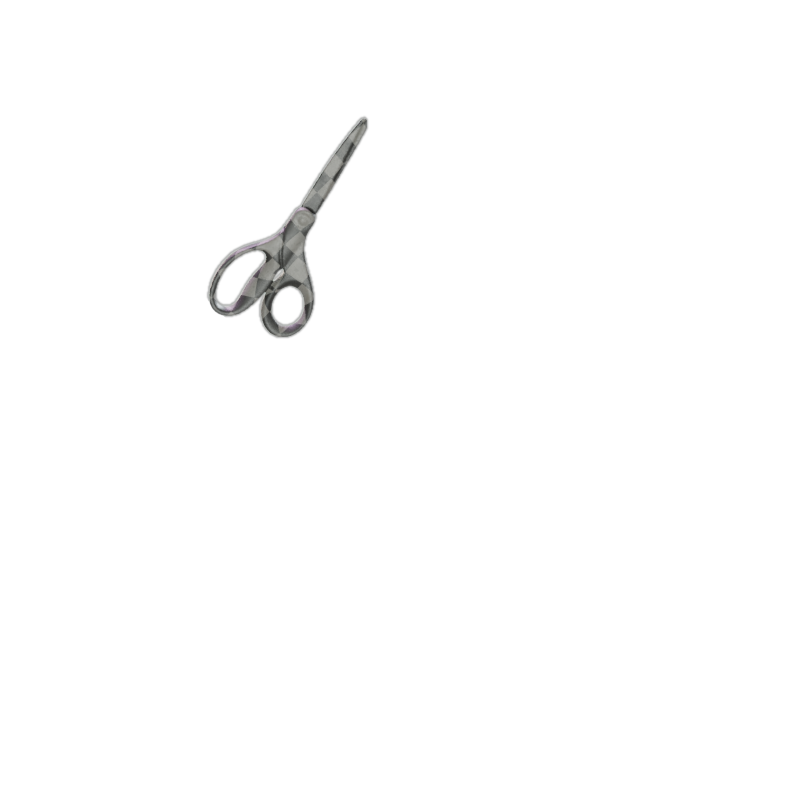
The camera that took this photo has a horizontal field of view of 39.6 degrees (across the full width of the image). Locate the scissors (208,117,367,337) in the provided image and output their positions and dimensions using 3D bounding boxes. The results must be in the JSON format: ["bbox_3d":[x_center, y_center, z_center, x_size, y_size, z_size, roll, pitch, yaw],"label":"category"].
[{"bbox_3d":[-0.072,-0.131,0.916,0.200,0.093,0.016,-41,12,10],"label":"scissors"}]
